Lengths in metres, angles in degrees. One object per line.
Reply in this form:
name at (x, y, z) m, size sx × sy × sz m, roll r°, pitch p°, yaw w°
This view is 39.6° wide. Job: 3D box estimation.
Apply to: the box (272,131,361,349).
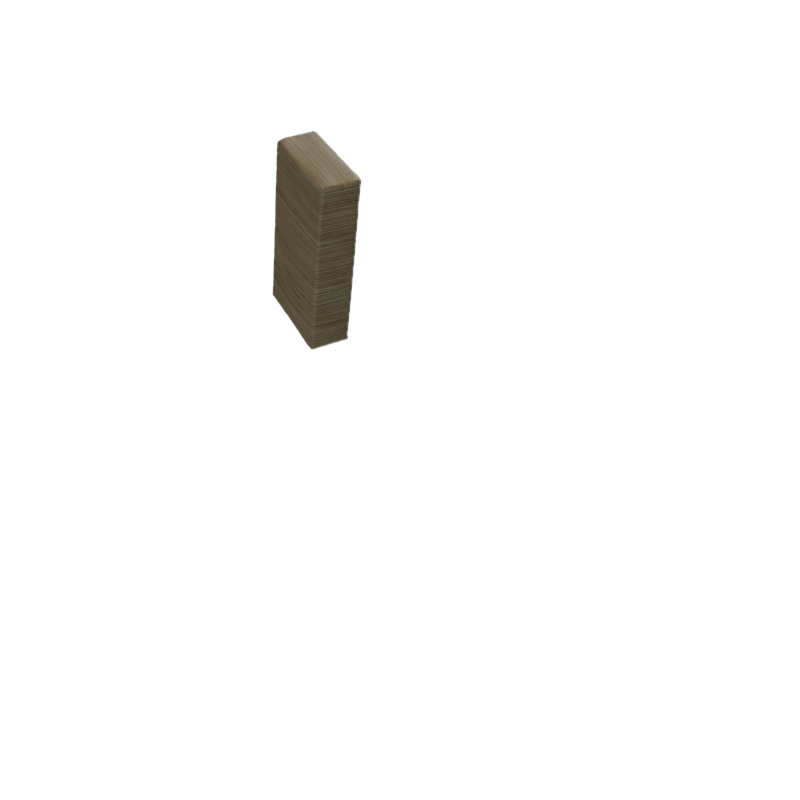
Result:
box at (-0.079, -0.143, 0.999) m, size 0.047 × 0.165 × 0.101 m, roll -16°, pitch 43°, yaw -22°
